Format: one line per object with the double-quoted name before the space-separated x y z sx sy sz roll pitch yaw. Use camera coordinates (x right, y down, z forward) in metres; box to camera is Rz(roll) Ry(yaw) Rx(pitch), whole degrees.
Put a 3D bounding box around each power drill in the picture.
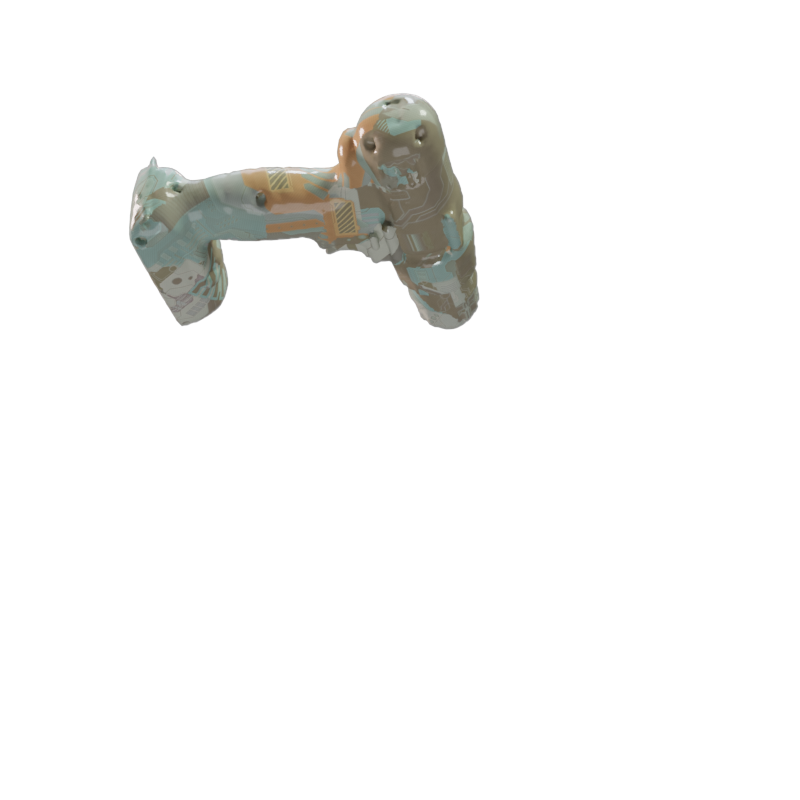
"power drill" -0.051 -0.094 0.656 0.189 0.062 0.170 -8 -38 10
